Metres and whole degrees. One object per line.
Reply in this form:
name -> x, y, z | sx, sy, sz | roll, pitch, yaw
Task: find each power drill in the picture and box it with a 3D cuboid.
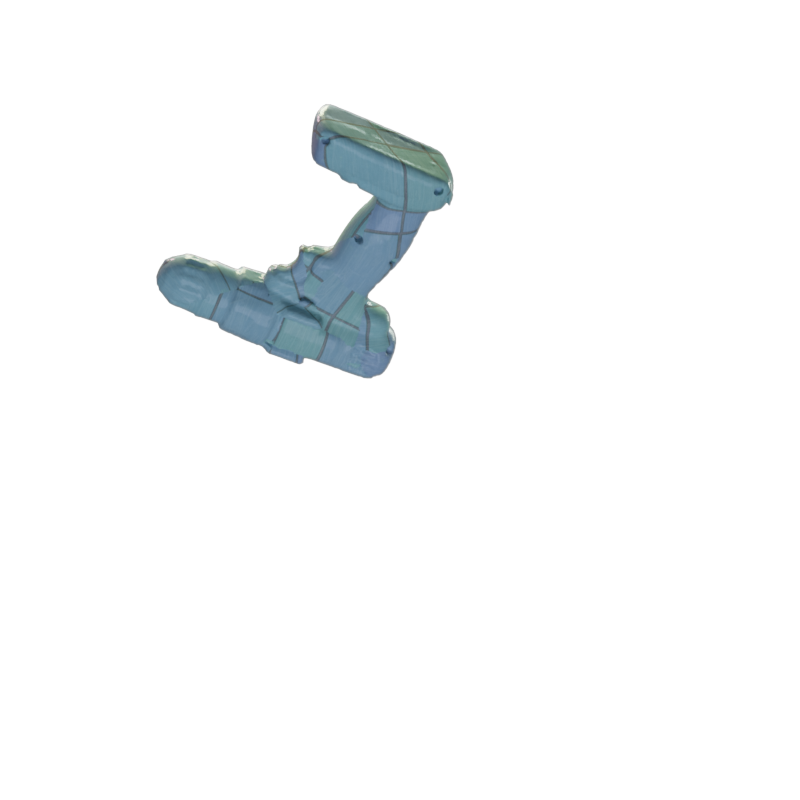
power drill -> -0.062, -0.112, 0.786 | 0.179, 0.181, 0.061 | 21, 33, -14
